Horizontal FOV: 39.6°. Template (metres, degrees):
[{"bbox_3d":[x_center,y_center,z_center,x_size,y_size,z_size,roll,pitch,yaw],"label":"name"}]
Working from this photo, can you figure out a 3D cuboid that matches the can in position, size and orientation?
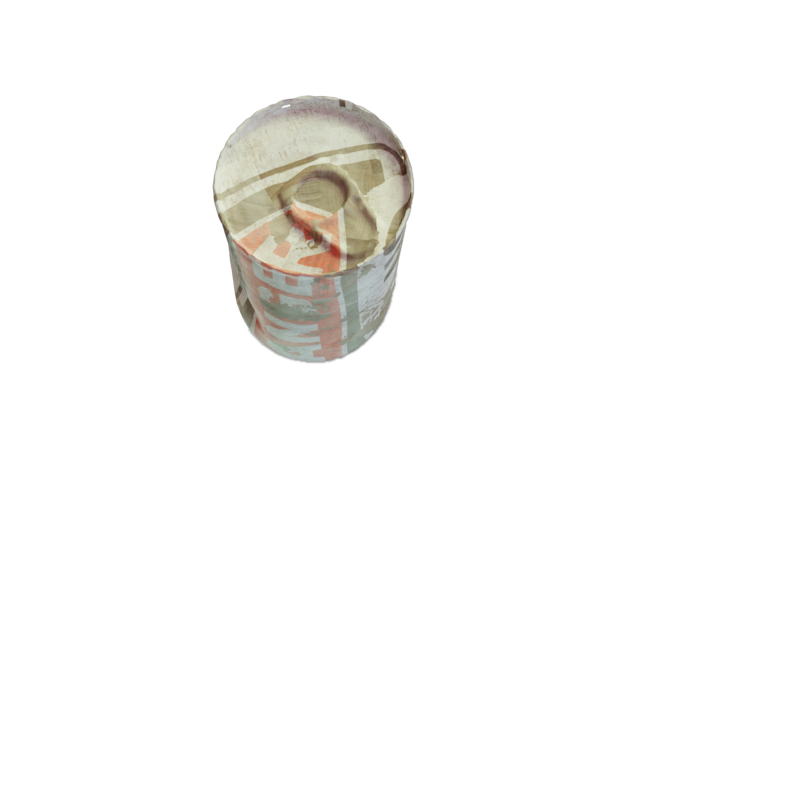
[{"bbox_3d":[-0.033,-0.060,0.419,0.068,0.072,0.098,0,-18,-3],"label":"can"}]
